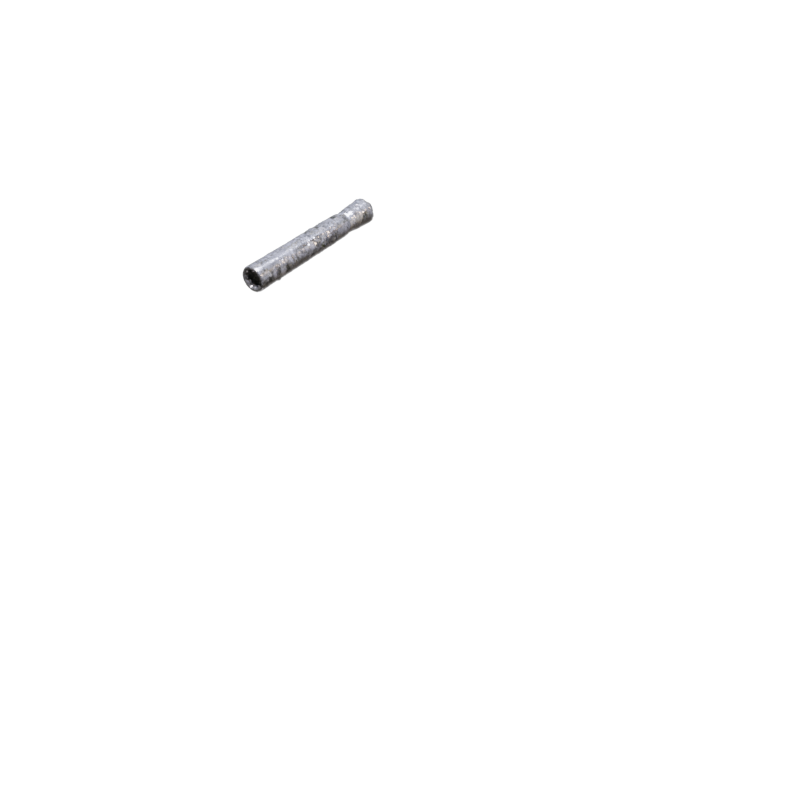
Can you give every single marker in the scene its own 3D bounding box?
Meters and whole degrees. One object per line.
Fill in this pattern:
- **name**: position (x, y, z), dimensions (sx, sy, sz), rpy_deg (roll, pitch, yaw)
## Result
- **marker**: position (-0.059, -0.108, 0.756), dimensions (0.021, 0.019, 0.122), rpy_deg (3, 31, 42)
